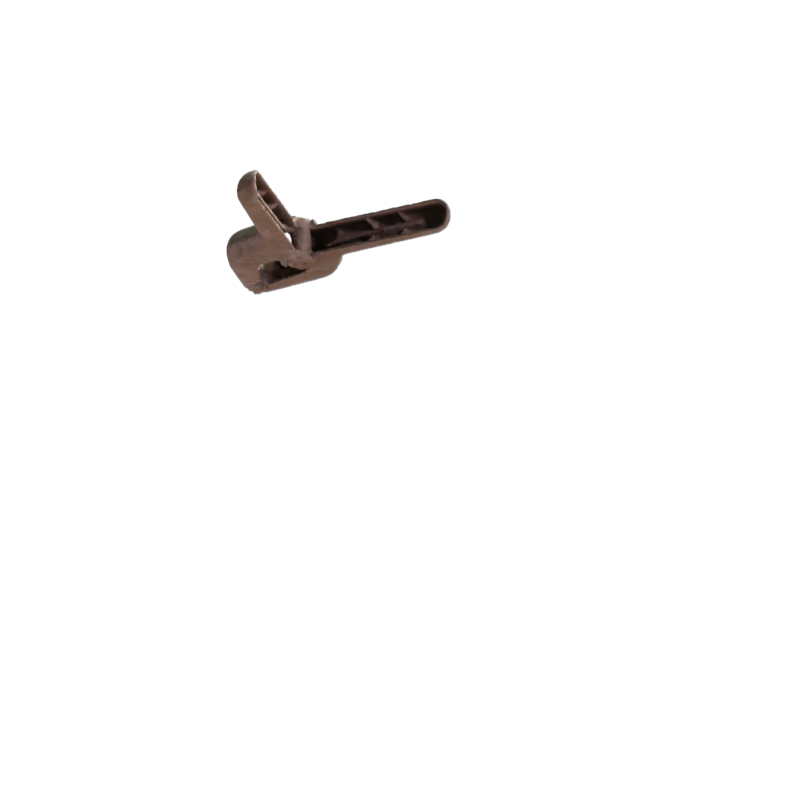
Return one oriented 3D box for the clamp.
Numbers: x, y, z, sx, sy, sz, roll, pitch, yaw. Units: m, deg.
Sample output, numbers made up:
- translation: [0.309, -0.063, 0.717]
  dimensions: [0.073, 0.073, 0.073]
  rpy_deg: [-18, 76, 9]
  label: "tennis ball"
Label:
- translation: [-0.068, -0.124, 0.868]
  dimensions: [0.160, 0.038, 0.207]
  rpy_deg: [5, -14, -19]
  label: "clamp"
